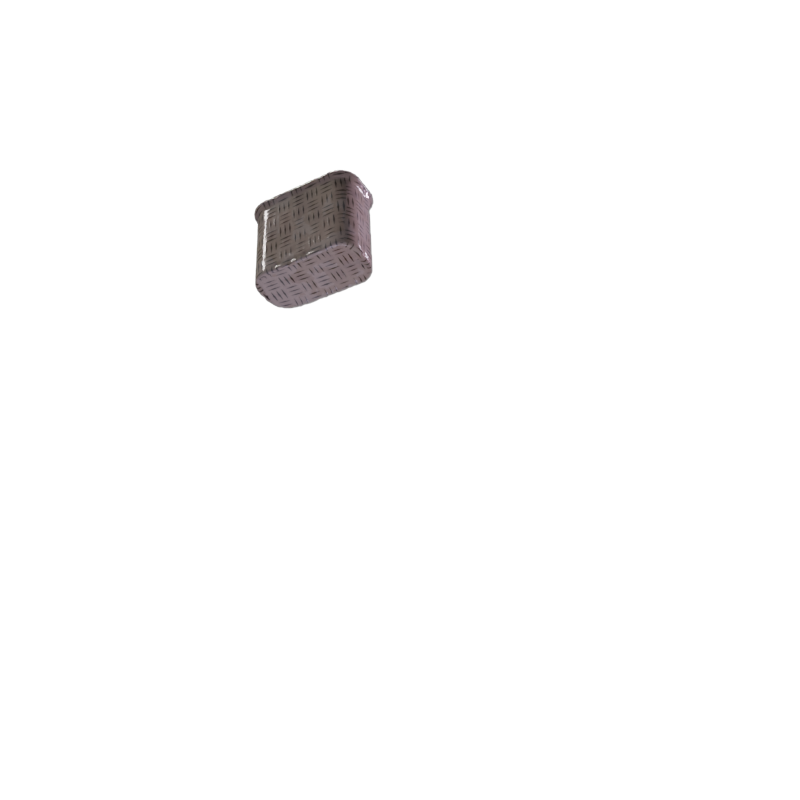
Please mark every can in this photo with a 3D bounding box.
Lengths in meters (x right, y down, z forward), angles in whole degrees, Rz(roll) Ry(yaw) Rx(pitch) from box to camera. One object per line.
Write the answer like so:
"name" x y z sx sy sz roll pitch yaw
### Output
"can" -0.072 -0.132 0.925 0.102 0.090 0.053 -20 -43 21
